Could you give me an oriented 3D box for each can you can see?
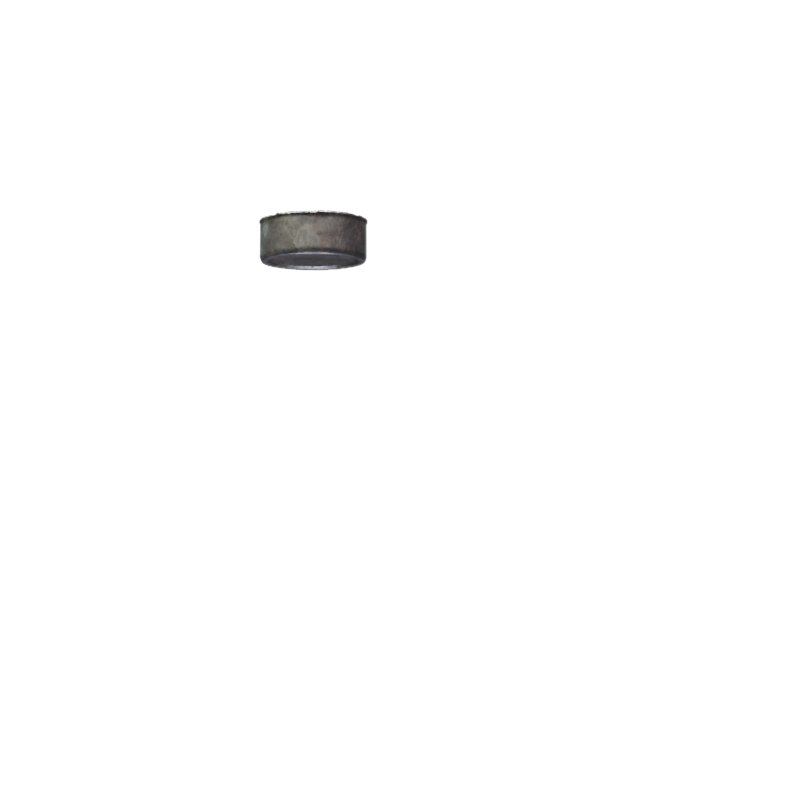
[{"bbox_3d":[-0.069,-0.125,0.876,0.086,0.034,0.085,0,-3,-2],"label":"can"}]
